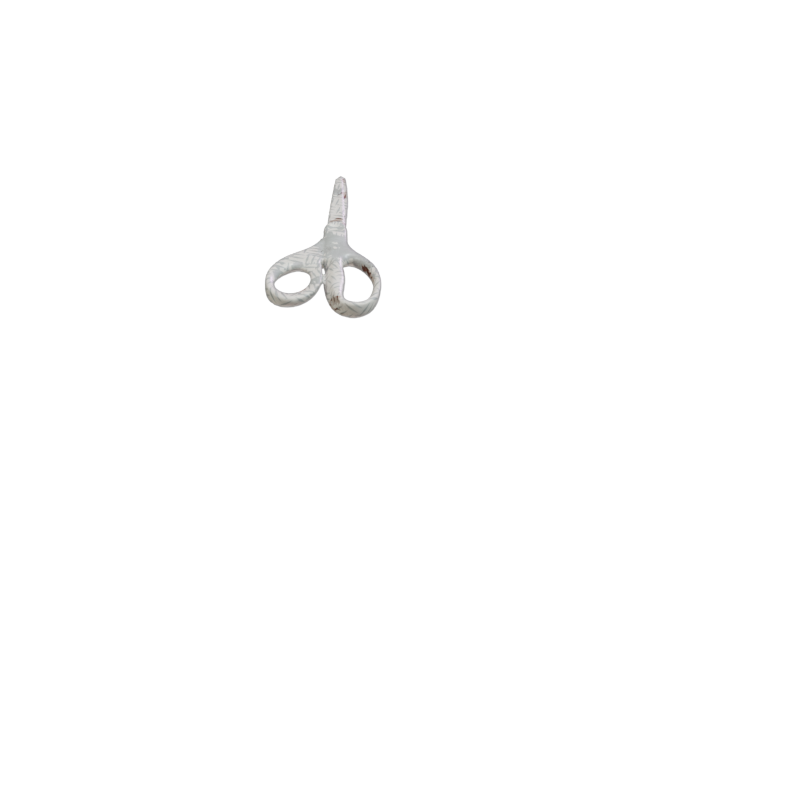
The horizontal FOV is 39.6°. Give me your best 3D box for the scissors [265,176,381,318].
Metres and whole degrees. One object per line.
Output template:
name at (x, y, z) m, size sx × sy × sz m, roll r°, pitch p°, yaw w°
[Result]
scissors at (-0.069, -0.127, 0.887) m, size 0.095 × 0.015 × 0.218 m, roll -8°, pitch 38°, yaw -11°
